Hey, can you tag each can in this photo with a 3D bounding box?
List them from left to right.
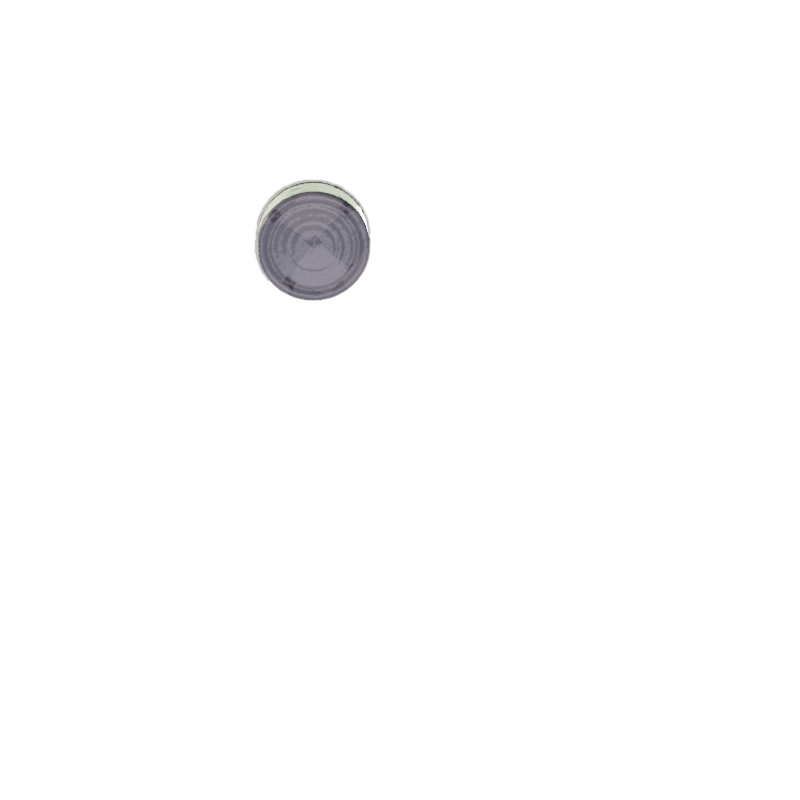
[{"bbox_3d":[-0.065,-0.118,0.829,0.086,0.082,0.035,0,19,-1],"label":"can"}]
